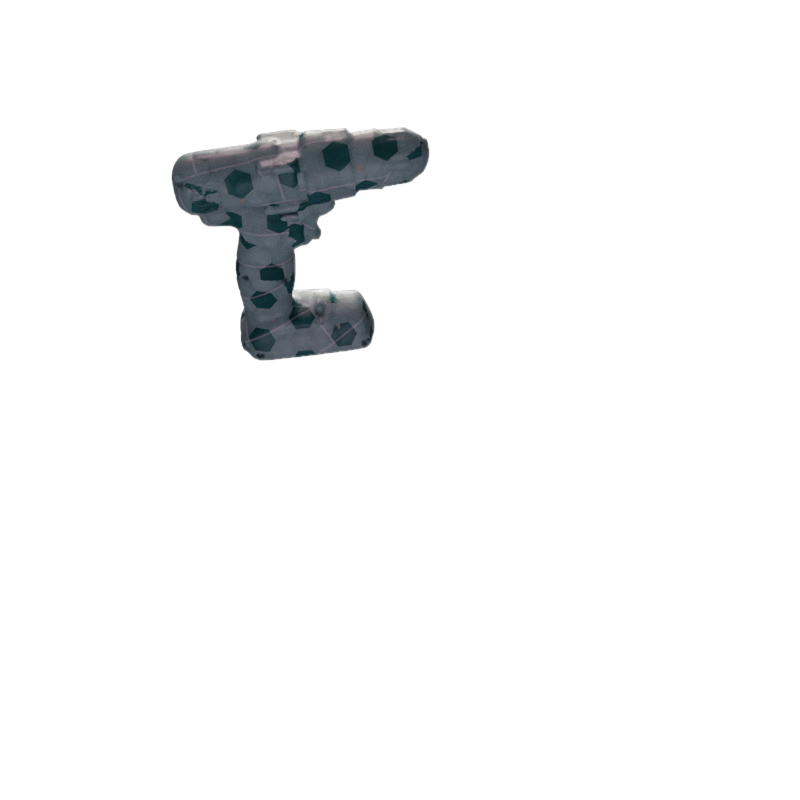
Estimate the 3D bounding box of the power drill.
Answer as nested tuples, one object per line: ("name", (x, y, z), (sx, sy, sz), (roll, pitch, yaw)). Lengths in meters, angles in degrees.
("power drill", (-0.065, -0.119, 0.834), (0.185, 0.174, 0.061), (-5, 40, 4))
